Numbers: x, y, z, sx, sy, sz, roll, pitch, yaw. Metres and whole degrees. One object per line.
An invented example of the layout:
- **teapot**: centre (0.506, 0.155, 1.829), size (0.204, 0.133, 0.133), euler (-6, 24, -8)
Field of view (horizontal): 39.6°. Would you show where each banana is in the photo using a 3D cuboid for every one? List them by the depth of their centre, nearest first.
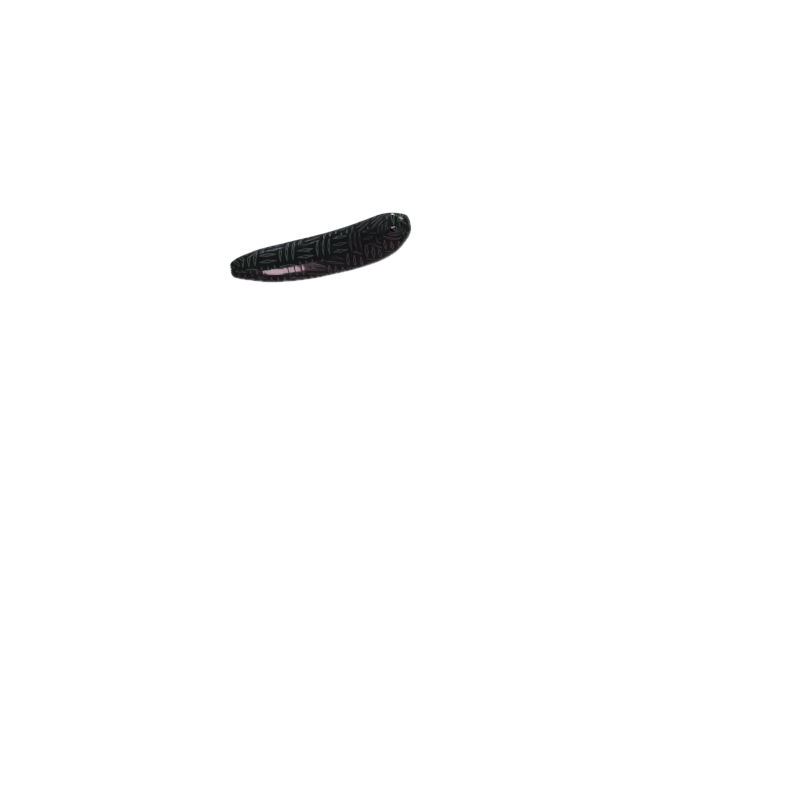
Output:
- **banana**: centre (-0.060, -0.134, 0.964), size (0.201, 0.038, 0.065), euler (-12, -19, 39)
